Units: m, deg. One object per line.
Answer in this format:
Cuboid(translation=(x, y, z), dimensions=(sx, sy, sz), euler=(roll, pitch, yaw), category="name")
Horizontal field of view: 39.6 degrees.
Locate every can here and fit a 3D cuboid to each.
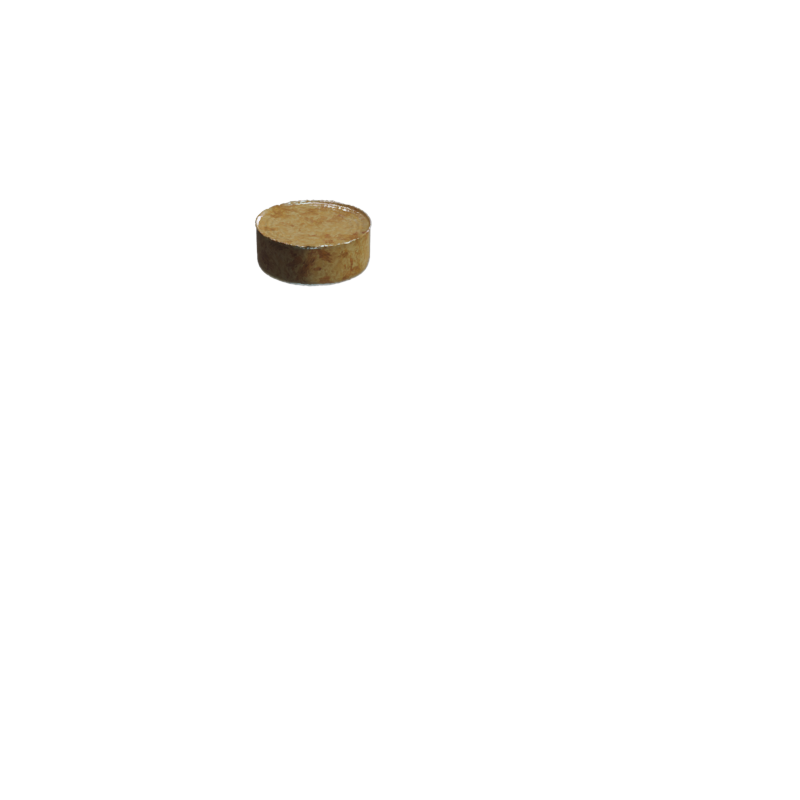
Cuboid(translation=(-0.064, -0.117, 0.822), dimensions=(0.086, 0.032, 0.091), euler=(-1, 30, -2), category="can")
